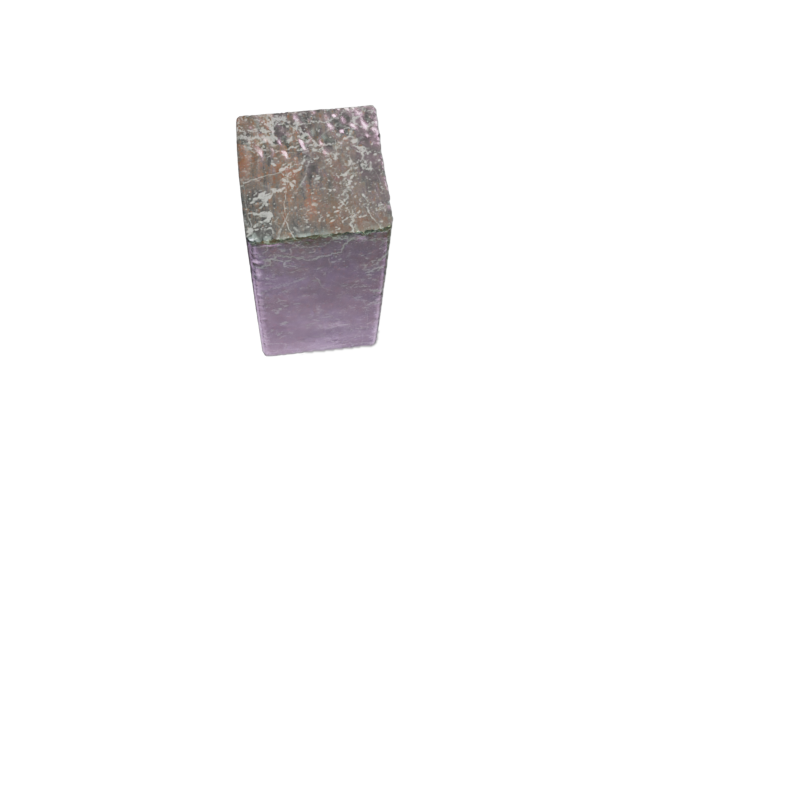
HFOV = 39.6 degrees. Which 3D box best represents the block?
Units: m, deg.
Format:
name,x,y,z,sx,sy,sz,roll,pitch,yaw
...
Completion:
name,x,y,z,sx,sy,sz,roll,pitch,yaw
block,-0.060,-0.109,0.767,0.090,0.095,0.196,-5,-19,-6
